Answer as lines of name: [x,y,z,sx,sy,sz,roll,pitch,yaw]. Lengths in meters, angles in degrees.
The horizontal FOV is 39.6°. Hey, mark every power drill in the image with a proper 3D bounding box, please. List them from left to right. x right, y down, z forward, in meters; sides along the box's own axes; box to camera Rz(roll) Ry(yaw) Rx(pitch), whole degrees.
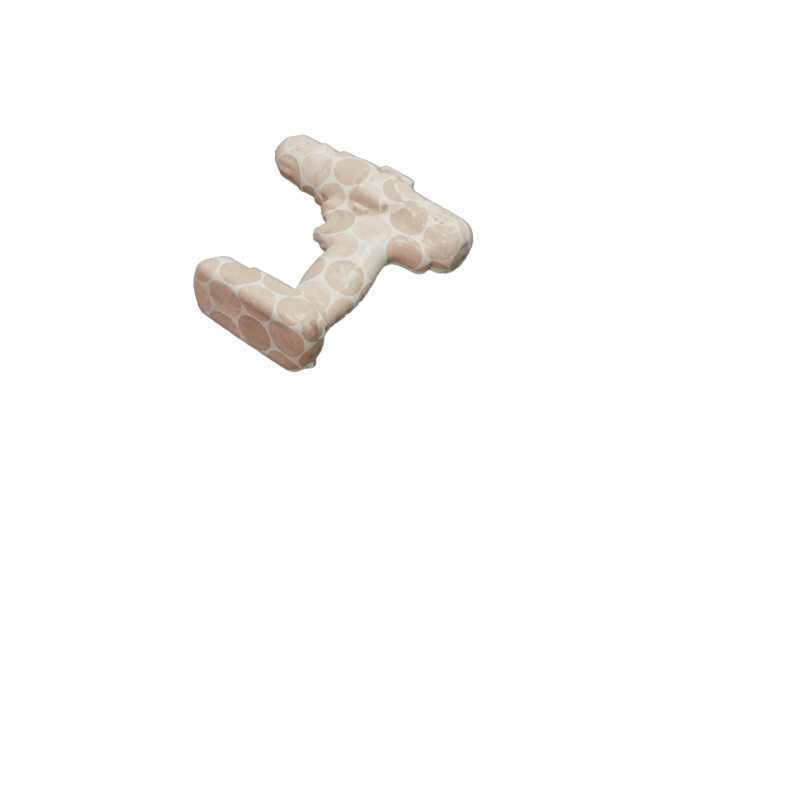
power drill: [-0.065,-0.119,0.835,0.195,0.053,0.191,31,55,24]
